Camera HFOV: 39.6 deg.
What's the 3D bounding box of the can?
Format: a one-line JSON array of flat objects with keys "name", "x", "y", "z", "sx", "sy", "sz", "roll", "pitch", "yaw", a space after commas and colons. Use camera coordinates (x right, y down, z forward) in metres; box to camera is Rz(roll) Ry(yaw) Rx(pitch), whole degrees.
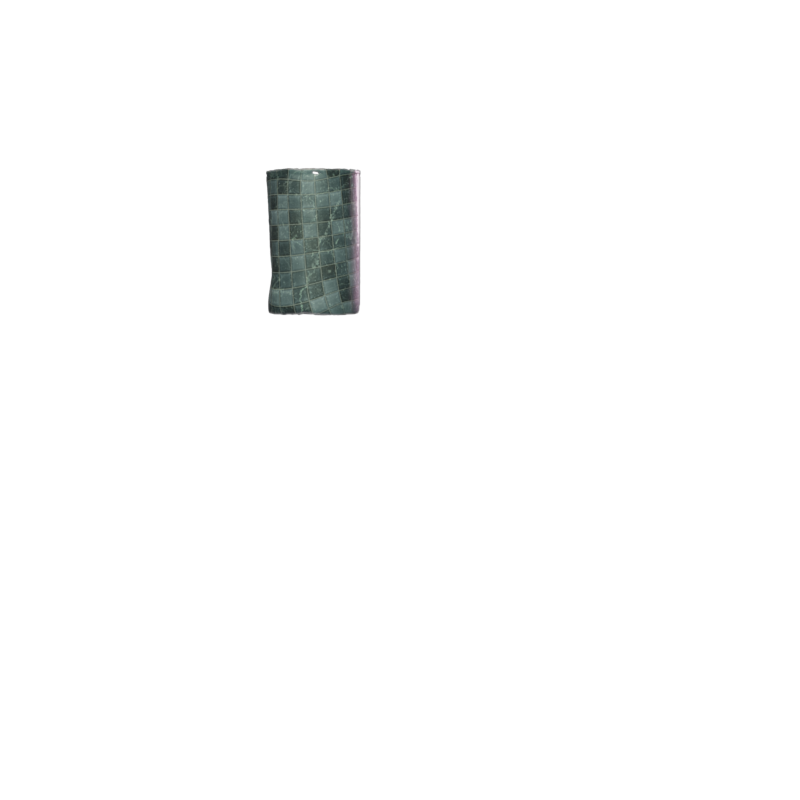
[{"name": "can", "x": -0.062, "y": -0.113, "z": 0.793, "sx": 0.068, "sy": 0.102, "sz": 0.069, "roll": 0, "pitch": 2, "yaw": -2}]
